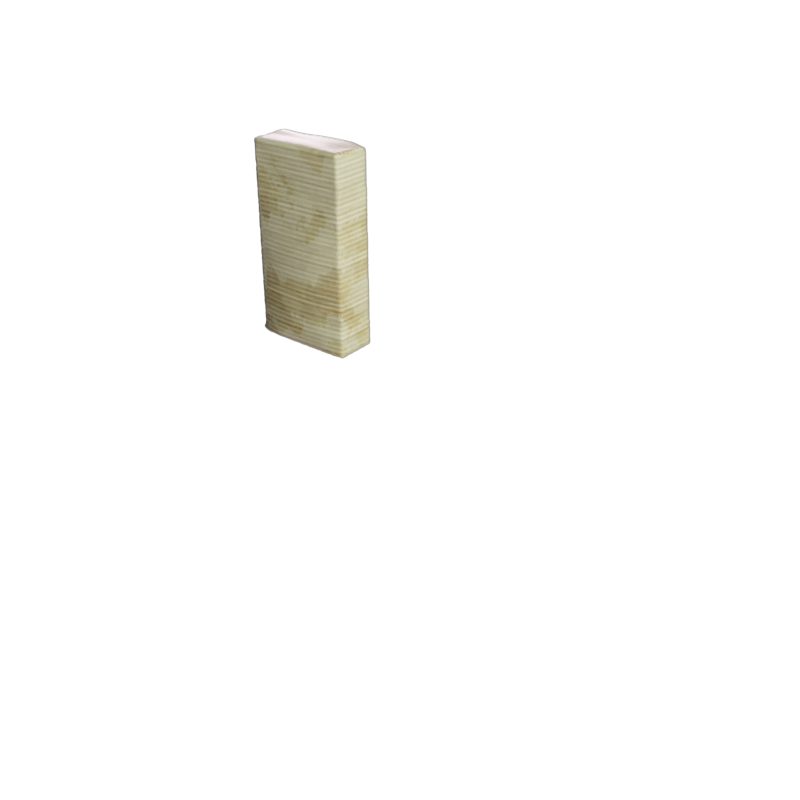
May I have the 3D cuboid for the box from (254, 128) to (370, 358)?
[{"bbox_3d":[-0.072,-0.132,0.925,0.099,0.168,0.047,19,27,37],"label":"box"}]
